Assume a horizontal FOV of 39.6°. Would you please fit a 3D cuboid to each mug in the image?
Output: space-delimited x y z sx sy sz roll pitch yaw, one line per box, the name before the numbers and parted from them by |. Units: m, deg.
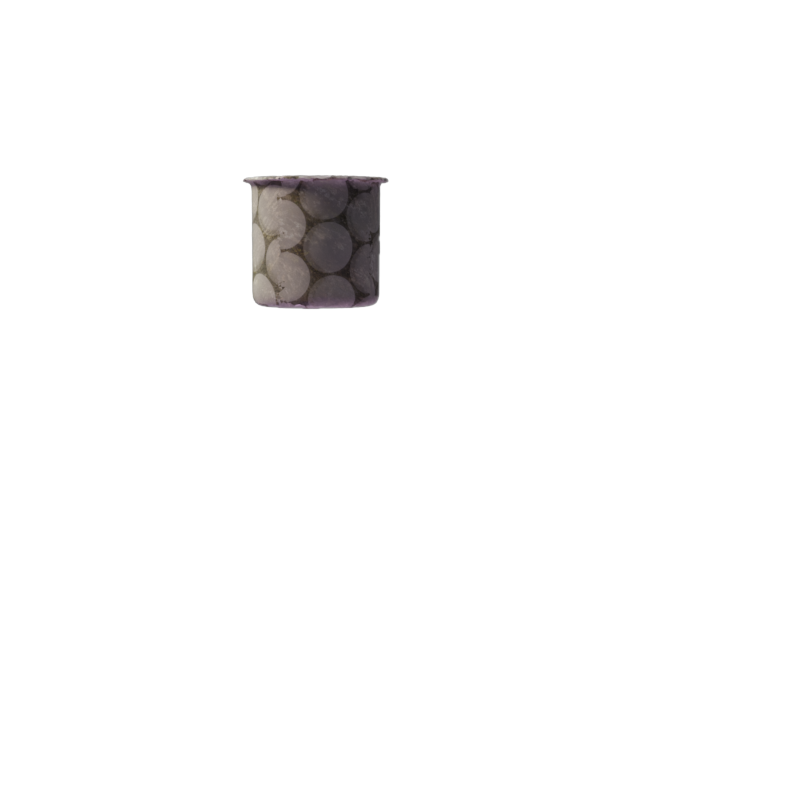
mug | -0.056 -0.103 0.721 0.092 0.081 0.120 -1 6 -11
